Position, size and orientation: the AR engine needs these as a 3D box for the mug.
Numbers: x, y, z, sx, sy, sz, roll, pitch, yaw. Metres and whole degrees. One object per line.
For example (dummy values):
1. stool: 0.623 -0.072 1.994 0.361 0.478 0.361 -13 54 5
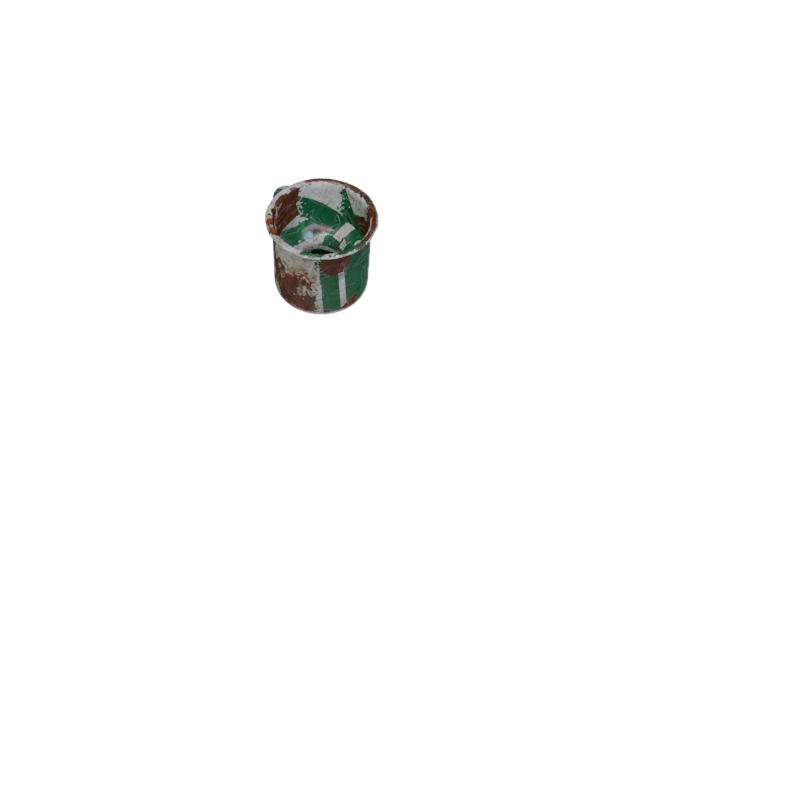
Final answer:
1. mug: -0.074 -0.135 0.944 0.093 0.076 0.126 -29 57 -23
